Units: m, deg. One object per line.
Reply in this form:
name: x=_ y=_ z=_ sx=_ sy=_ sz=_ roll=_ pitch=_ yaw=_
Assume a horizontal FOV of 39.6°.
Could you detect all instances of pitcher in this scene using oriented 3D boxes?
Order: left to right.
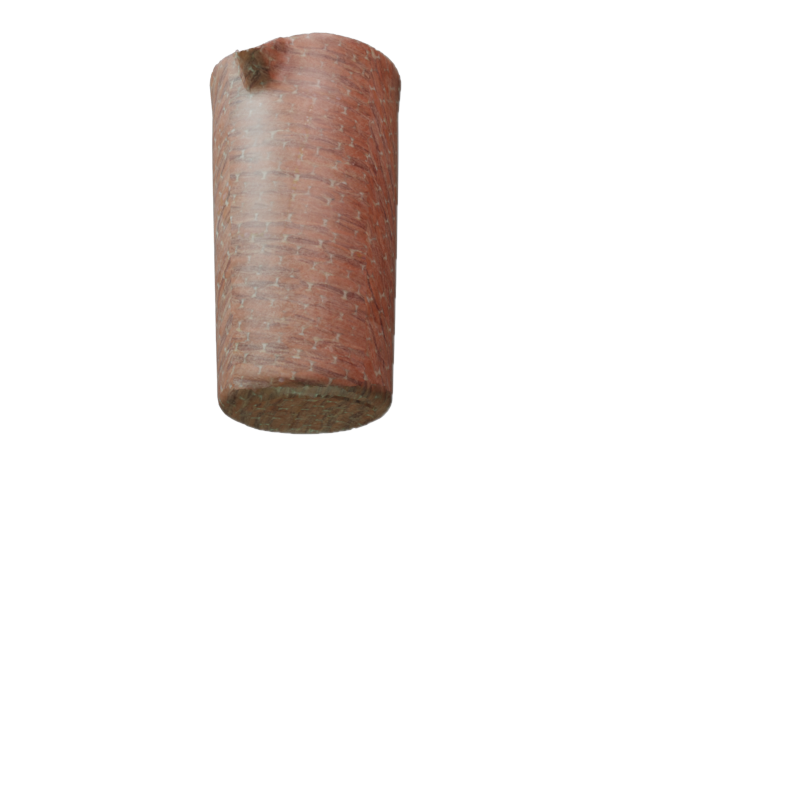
pitcher: x=-0.057 y=-0.105 z=0.734 sx=0.144 sy=0.256 sz=0.142 roll=7 pitch=-23 yaw=-21
